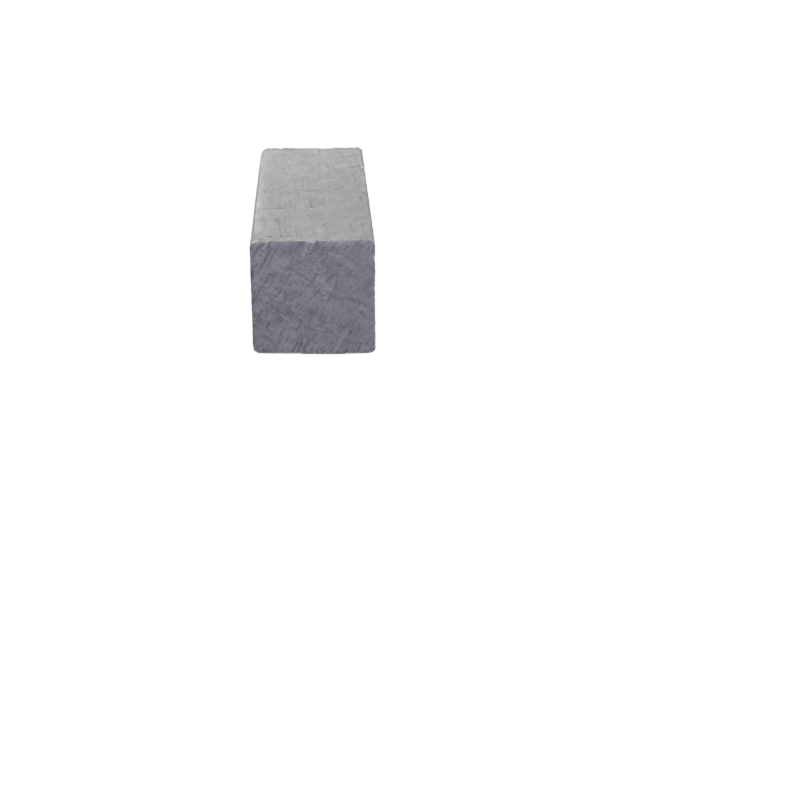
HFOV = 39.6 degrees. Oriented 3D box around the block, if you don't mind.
[{"bbox_3d":[-0.069,-0.125,0.876,0.090,0.086,0.218,-1,29,-3],"label":"block"}]
